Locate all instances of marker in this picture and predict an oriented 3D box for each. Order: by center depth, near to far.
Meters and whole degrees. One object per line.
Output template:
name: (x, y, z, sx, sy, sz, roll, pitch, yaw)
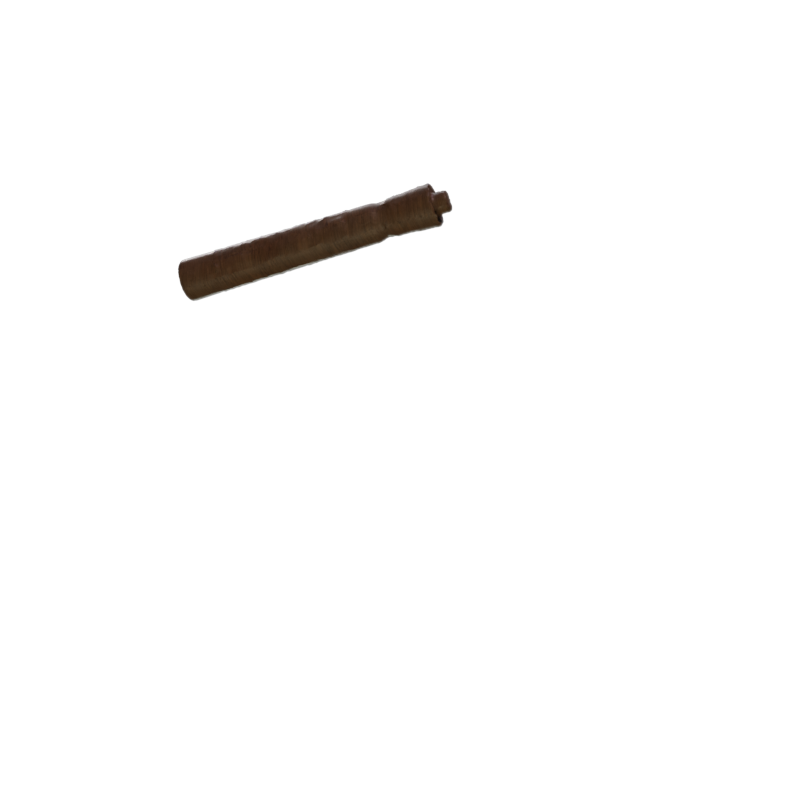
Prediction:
marker: (-0.037, -0.067, 0.471, 0.122, 0.020, 0.019, -15, 0, 16)
